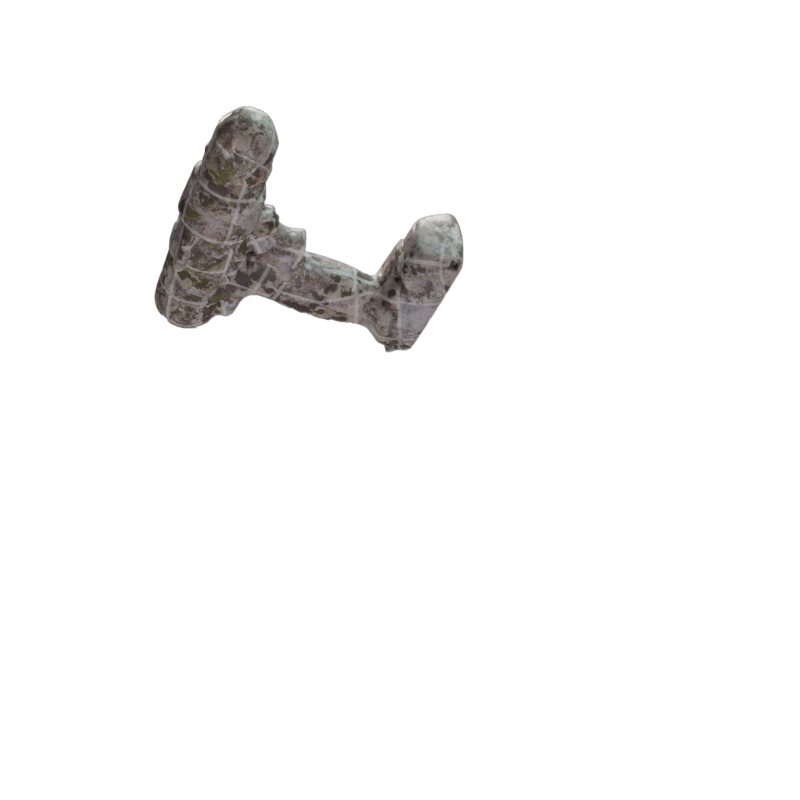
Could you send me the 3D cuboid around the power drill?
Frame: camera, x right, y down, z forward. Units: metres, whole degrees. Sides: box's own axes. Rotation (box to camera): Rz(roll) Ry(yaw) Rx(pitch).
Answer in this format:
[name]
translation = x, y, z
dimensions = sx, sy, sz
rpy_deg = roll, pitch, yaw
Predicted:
[power drill]
translation = -0.058, -0.105, 0.737
dimensions = 0.183, 0.062, 0.176
rpy_deg = 13, -41, -16
